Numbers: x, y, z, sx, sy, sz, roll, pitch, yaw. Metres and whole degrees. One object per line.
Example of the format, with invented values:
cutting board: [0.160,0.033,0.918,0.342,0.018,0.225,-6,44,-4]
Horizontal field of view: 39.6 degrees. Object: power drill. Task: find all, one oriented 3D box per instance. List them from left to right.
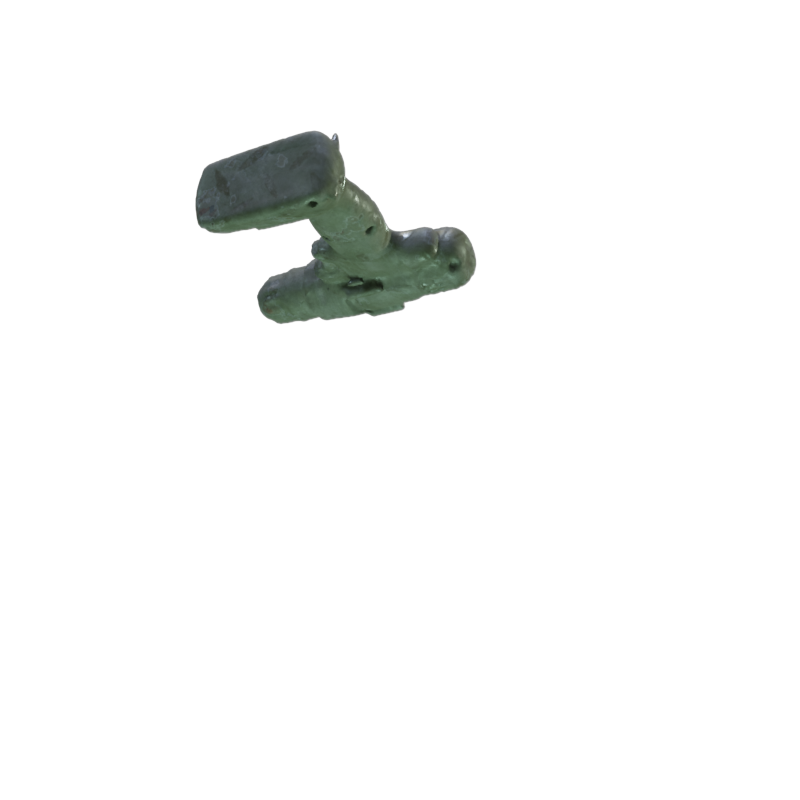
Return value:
power drill: [-0.063,-0.114,0.799,0.187,0.061,0.175,-12,-25,28]
